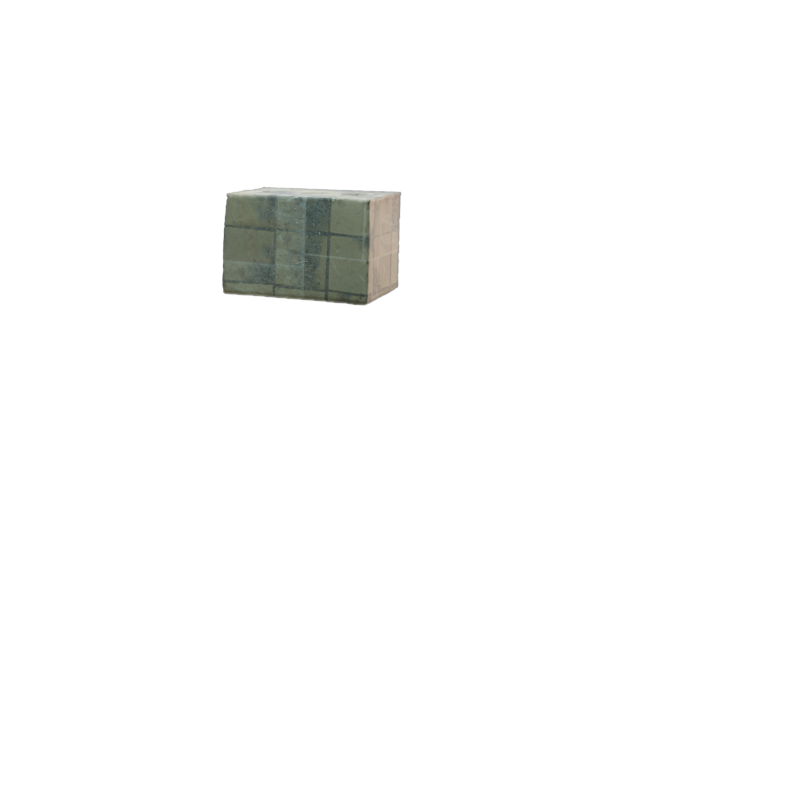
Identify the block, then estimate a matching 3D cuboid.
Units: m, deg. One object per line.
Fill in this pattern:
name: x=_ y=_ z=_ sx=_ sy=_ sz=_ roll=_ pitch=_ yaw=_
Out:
block: x=-0.044 y=-0.080 z=0.558 sx=0.080 sy=0.050 sz=0.053 roll=5 pitch=13 yaw=20
